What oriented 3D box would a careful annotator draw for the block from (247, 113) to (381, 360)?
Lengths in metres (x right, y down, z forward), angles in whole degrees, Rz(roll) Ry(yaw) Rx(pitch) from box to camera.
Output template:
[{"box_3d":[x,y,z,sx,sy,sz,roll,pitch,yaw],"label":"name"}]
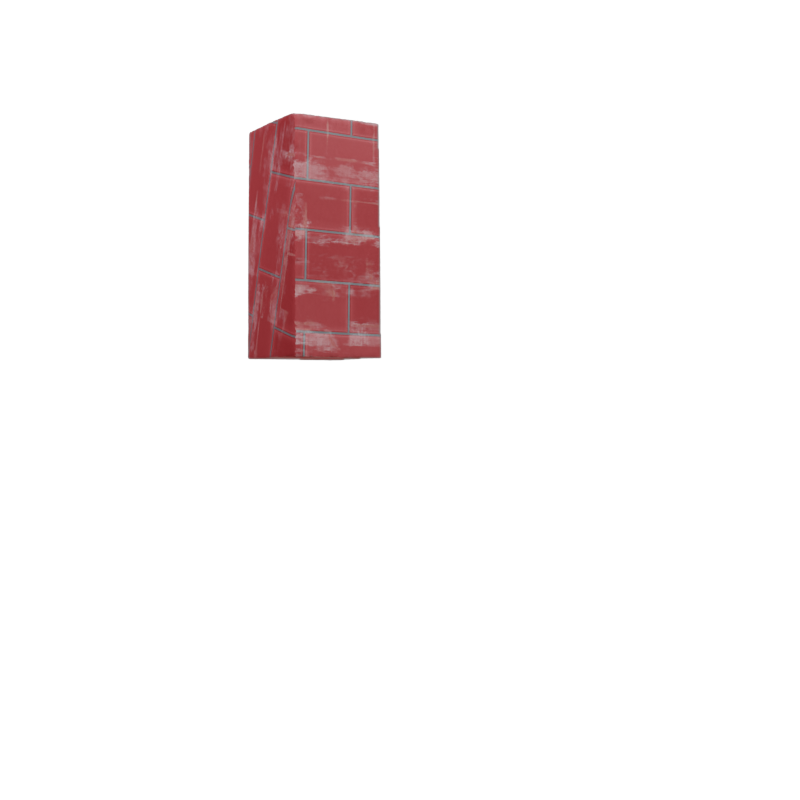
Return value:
[{"box_3d":[-0.077,-0.140,0.982,0.087,0.210,0.092,3,-7,-31],"label":"block"}]
